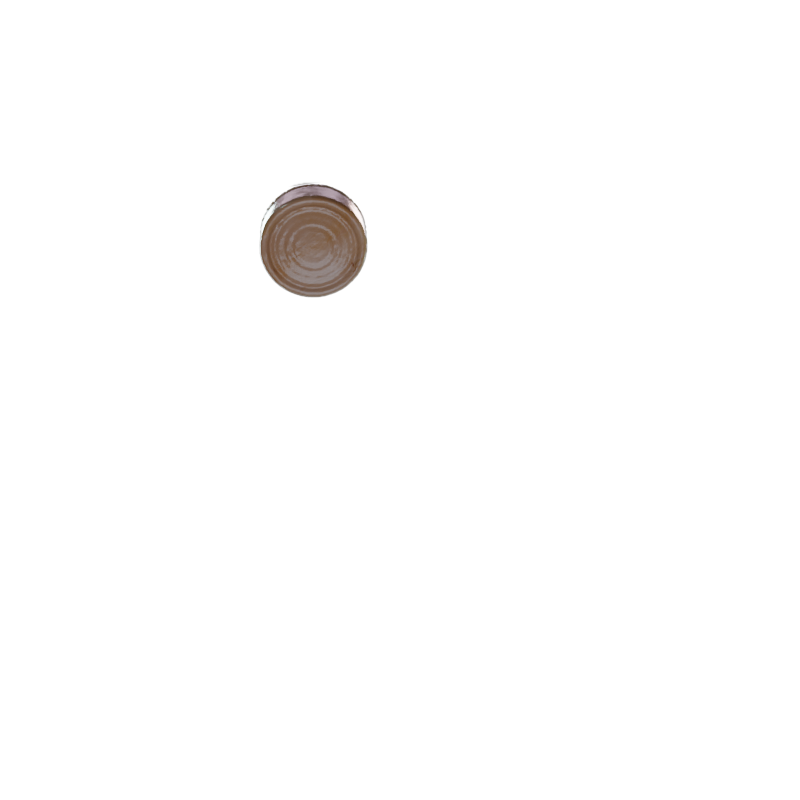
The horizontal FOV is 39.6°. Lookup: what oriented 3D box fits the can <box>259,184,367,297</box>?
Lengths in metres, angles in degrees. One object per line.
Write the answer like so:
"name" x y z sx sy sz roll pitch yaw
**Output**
"can" -0.069 -0.125 0.876 0.086 0.082 0.035 0 22 -1
